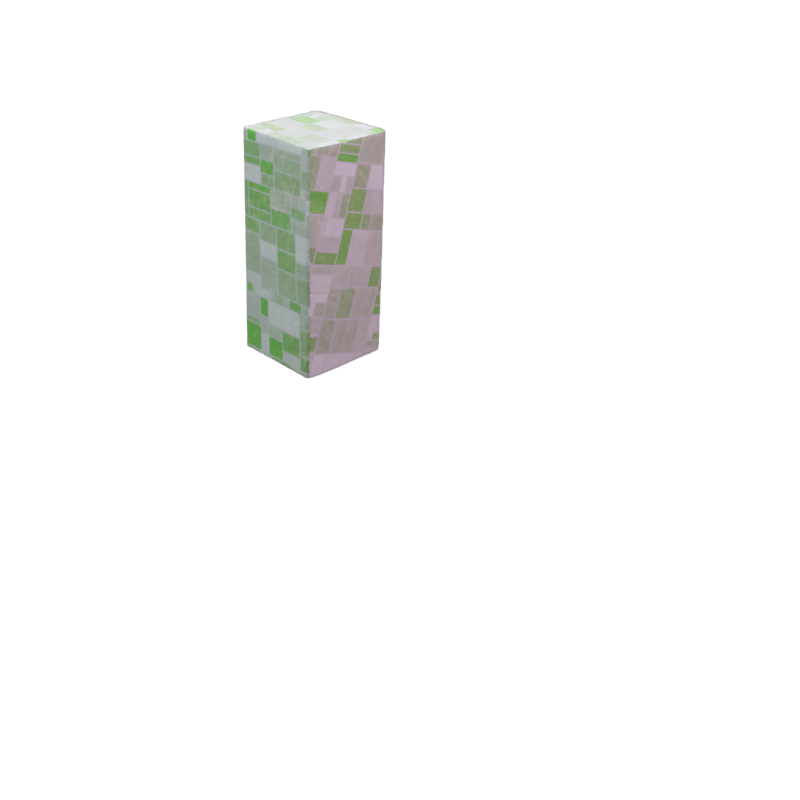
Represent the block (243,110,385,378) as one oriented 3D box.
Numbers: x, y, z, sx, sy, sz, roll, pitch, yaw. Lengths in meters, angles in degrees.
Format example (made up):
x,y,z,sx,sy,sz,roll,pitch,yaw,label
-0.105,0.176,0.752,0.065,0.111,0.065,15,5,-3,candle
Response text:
x,y,z,sx,sy,sz,roll,pitch,yaw,label
-0.075,-0.139,0.972,0.089,0.196,0.097,-19,31,-40,block
